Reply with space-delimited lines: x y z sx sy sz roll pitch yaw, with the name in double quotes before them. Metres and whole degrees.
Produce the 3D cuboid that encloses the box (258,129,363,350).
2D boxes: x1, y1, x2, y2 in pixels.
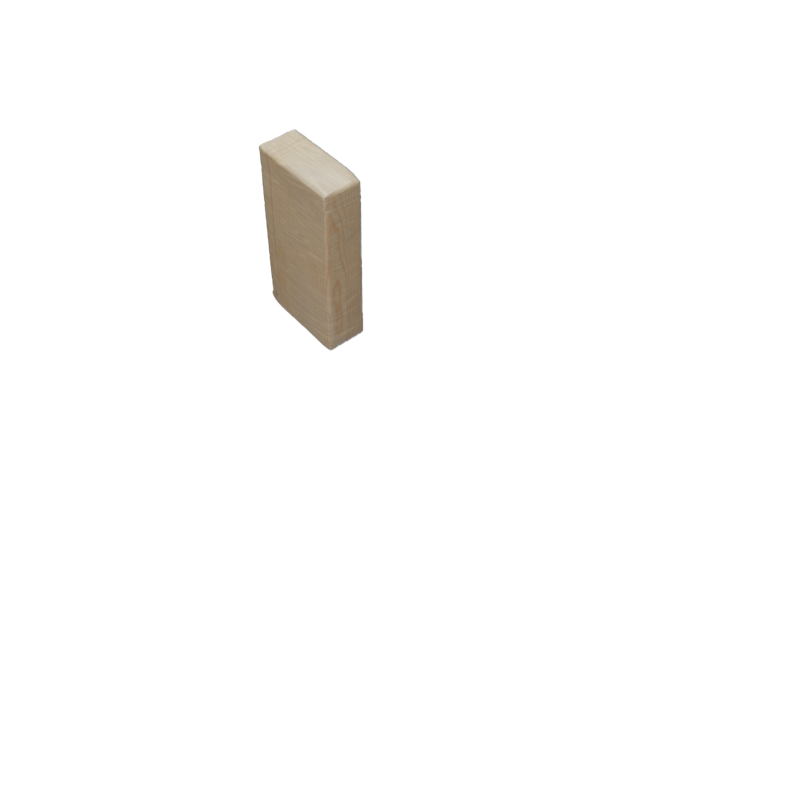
"box" -0.075 -0.137 0.957 0.048 0.164 0.100 -27 52 -28
